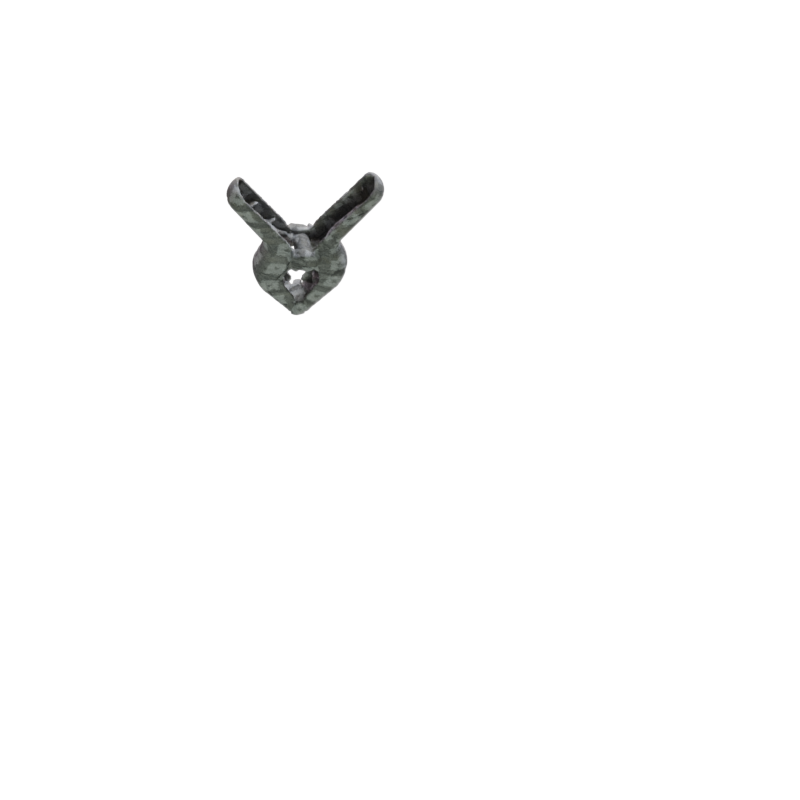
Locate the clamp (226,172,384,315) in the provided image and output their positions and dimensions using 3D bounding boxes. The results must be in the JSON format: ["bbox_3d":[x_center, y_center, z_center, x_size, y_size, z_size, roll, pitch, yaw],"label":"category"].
[{"bbox_3d":[-0.071,-0.129,0.905,0.120,0.042,0.160,-2,-28,2],"label":"clamp"}]
